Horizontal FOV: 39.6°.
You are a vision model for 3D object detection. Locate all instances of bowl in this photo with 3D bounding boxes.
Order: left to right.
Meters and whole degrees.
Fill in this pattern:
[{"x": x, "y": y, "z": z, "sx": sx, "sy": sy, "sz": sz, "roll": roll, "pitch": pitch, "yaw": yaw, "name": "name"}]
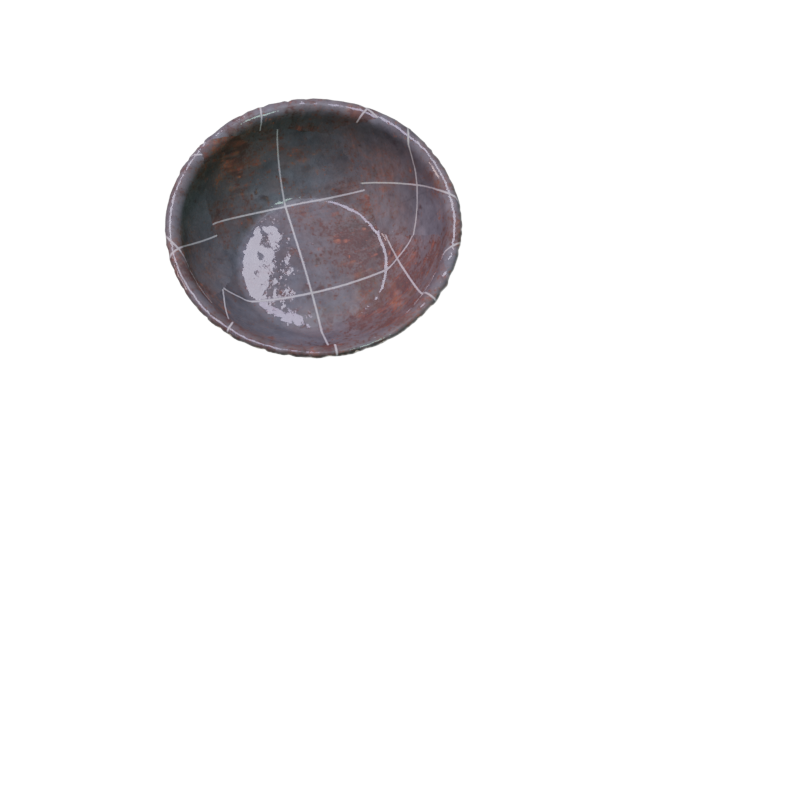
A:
[{"x": -0.049, "y": -0.089, "z": 0.626, "sx": 0.162, "sy": 0.172, "sz": 0.052, "roll": -1, "pitch": -26, "yaw": -1, "name": "bowl"}]
